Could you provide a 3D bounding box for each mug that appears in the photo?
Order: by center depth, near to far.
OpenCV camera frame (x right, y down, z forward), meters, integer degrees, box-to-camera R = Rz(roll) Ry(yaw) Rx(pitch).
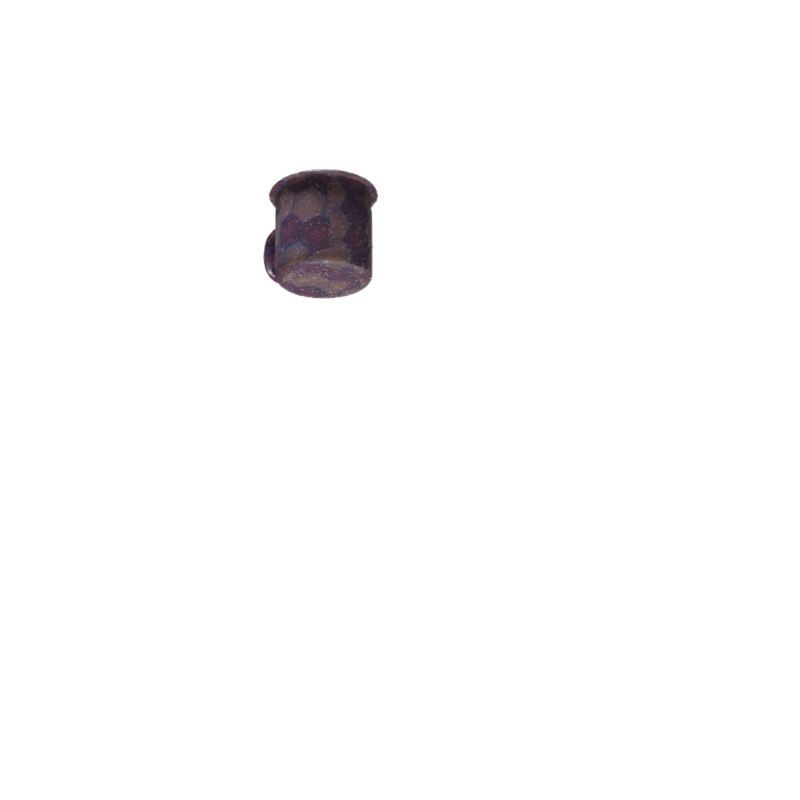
[{"bbox_3d":[-0.074,-0.134,0.939,0.119,0.086,0.087,-17,-27,37],"label":"mug"}]
